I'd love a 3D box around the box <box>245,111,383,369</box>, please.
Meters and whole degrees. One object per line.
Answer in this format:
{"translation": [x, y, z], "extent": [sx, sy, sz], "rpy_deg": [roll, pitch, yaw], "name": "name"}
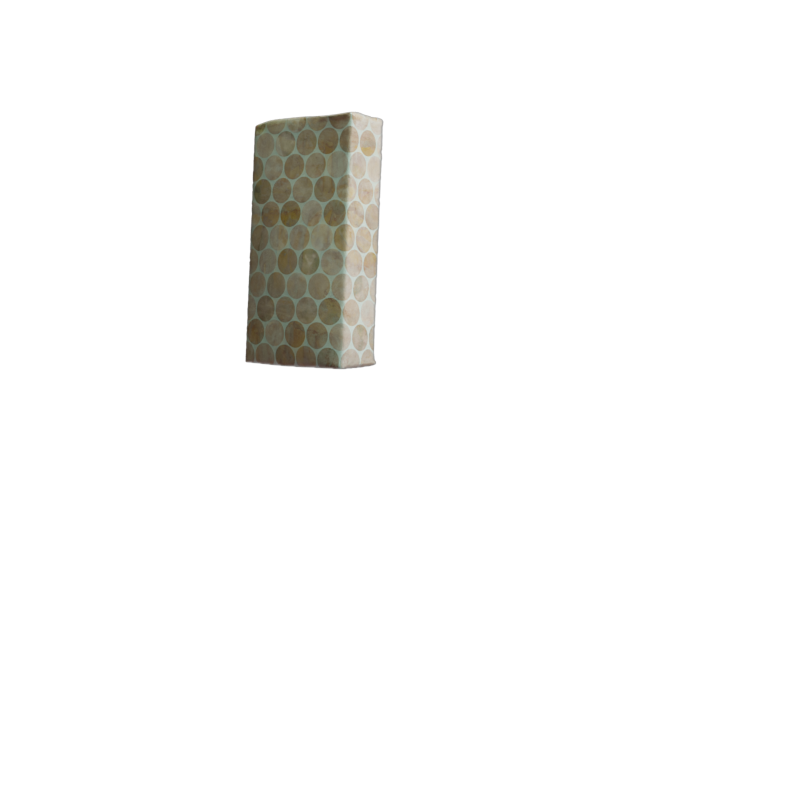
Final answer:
{"translation": [-0.062, -0.113, 0.789], "extent": [0.097, 0.177, 0.046], "rpy_deg": [0, -2, 37], "name": "box"}
